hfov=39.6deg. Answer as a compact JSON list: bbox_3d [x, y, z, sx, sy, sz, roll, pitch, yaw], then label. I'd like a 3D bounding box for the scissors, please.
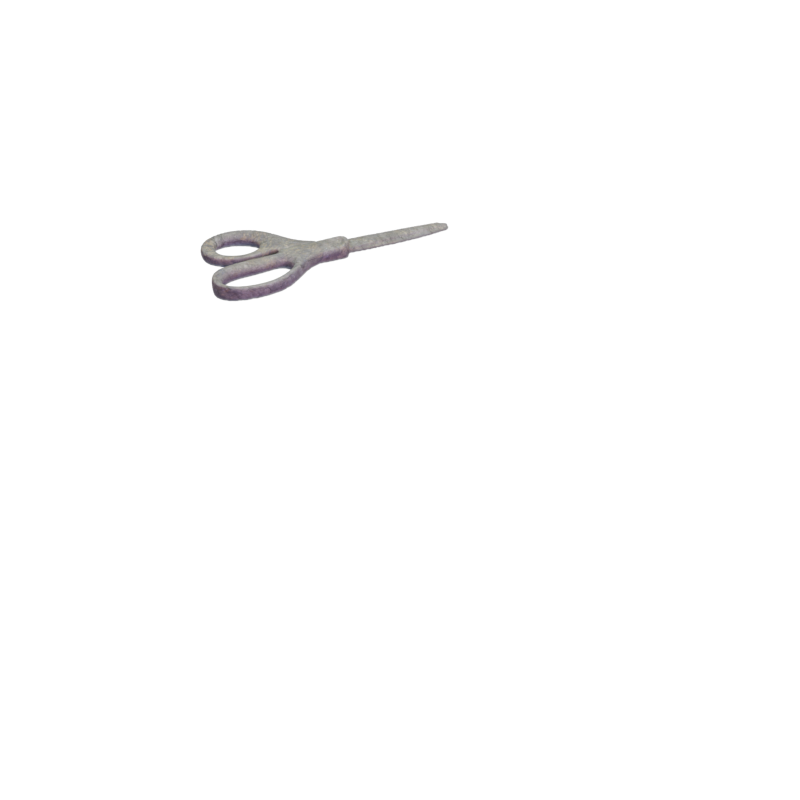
[{"bbox_3d":[-0.068,-0.124,0.866,0.200,0.015,0.103,-26,42,-32],"label":"scissors"}]
